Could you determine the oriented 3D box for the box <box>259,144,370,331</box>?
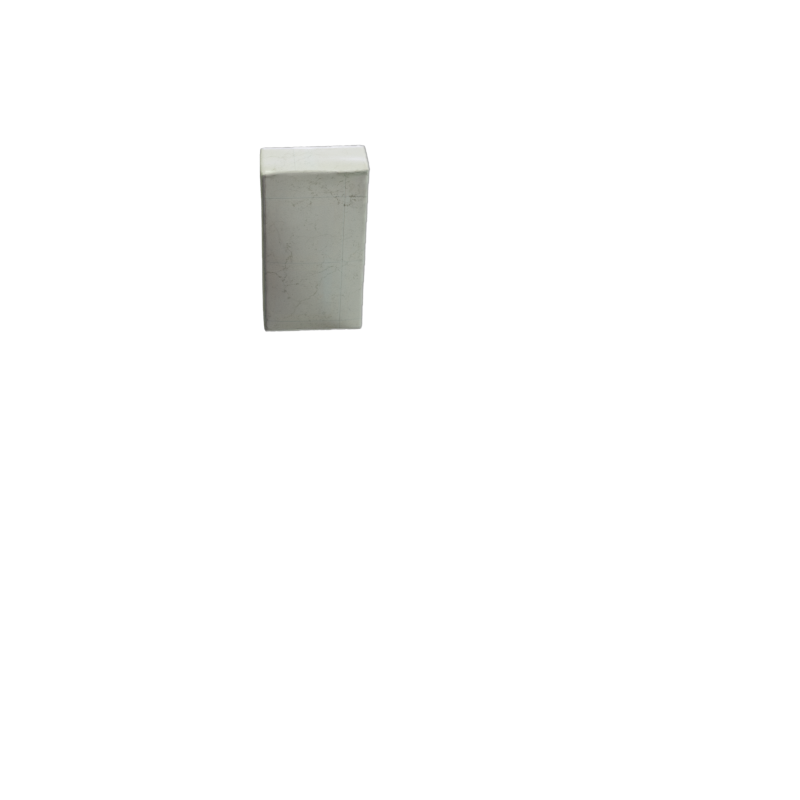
[{"bbox_3d":[-0.077,-0.140,0.979,0.093,0.164,0.052,-2,43,-5],"label":"box"}]
